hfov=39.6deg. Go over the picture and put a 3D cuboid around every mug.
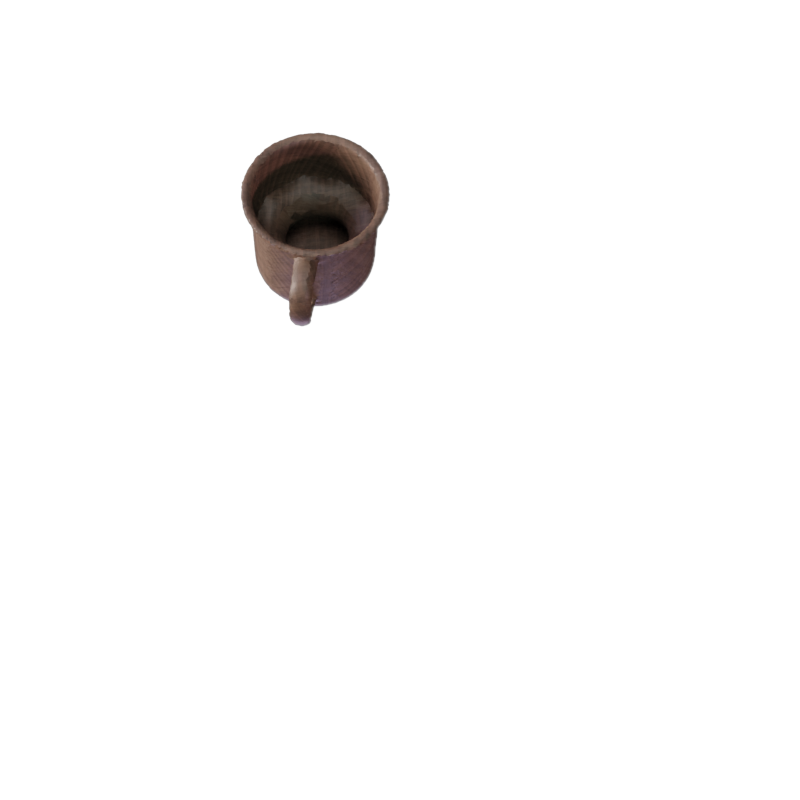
[{"bbox_3d":[-0.056,-0.103,0.720,0.093,0.124,0.077,4,-28,0],"label":"mug"}]
